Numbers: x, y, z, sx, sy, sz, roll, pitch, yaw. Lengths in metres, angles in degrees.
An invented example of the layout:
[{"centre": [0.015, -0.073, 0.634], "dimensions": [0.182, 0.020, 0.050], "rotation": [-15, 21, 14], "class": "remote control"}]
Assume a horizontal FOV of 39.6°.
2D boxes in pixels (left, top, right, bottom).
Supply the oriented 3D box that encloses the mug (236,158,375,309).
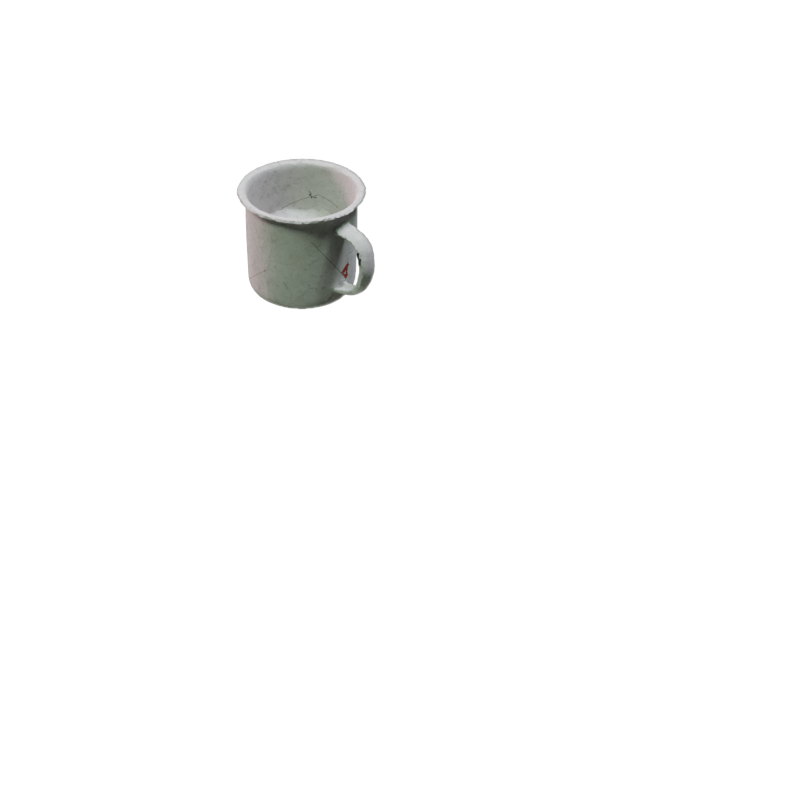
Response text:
[{"centre": [-0.064, -0.116, 0.815], "dimensions": [0.125, 0.076, 0.093], "rotation": [29, 45, 32], "class": "mug"}]
